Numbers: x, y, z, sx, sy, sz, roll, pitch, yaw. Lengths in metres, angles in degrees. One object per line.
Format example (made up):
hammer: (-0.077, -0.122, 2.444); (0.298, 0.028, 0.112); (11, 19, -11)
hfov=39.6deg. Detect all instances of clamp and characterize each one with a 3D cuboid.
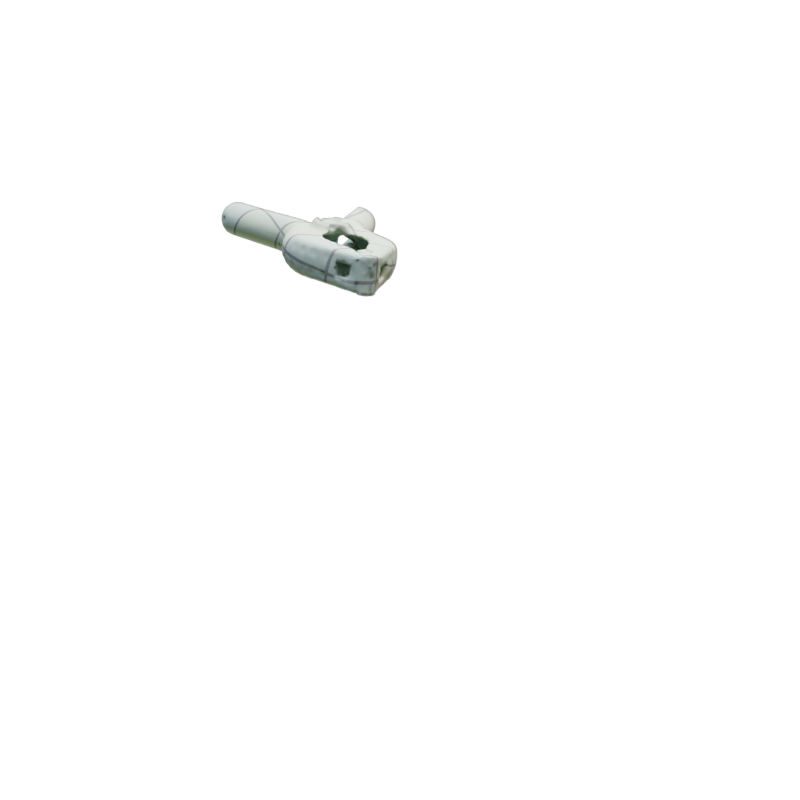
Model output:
clamp: (-0.061, -0.112, 0.785); (0.118, 0.038, 0.180); (-4, 20, -11)
